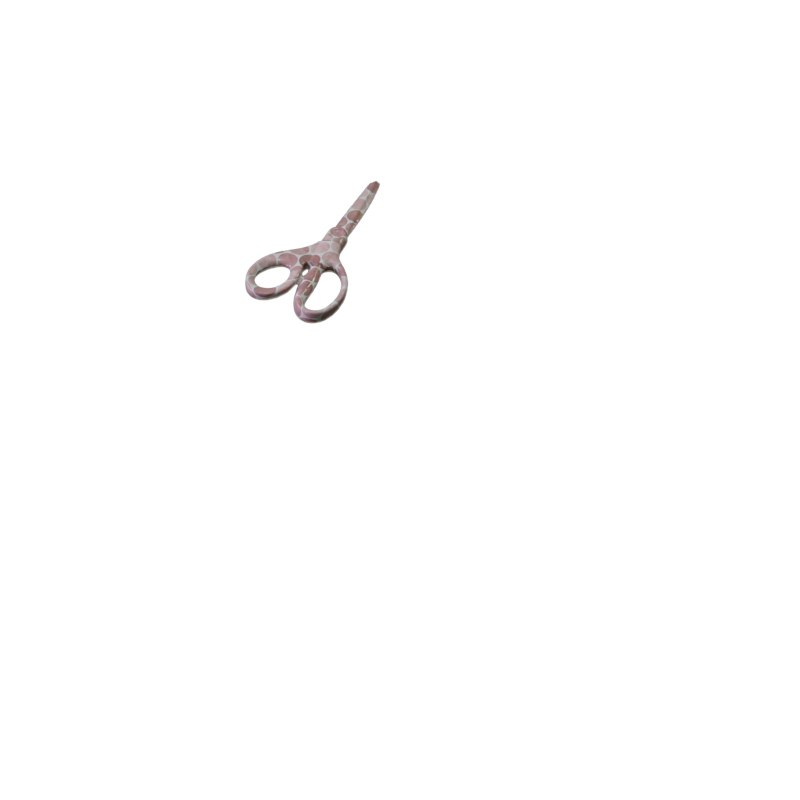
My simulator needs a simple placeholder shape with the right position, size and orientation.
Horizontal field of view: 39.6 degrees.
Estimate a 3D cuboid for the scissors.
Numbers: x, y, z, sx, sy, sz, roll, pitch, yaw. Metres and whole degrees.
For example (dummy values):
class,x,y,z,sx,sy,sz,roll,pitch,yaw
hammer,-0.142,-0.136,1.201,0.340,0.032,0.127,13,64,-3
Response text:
class,x,y,z,sx,sy,sz,roll,pitch,yaw
scissors,-0.077,-0.140,0.979,0.097,0.015,0.214,4,42,4
